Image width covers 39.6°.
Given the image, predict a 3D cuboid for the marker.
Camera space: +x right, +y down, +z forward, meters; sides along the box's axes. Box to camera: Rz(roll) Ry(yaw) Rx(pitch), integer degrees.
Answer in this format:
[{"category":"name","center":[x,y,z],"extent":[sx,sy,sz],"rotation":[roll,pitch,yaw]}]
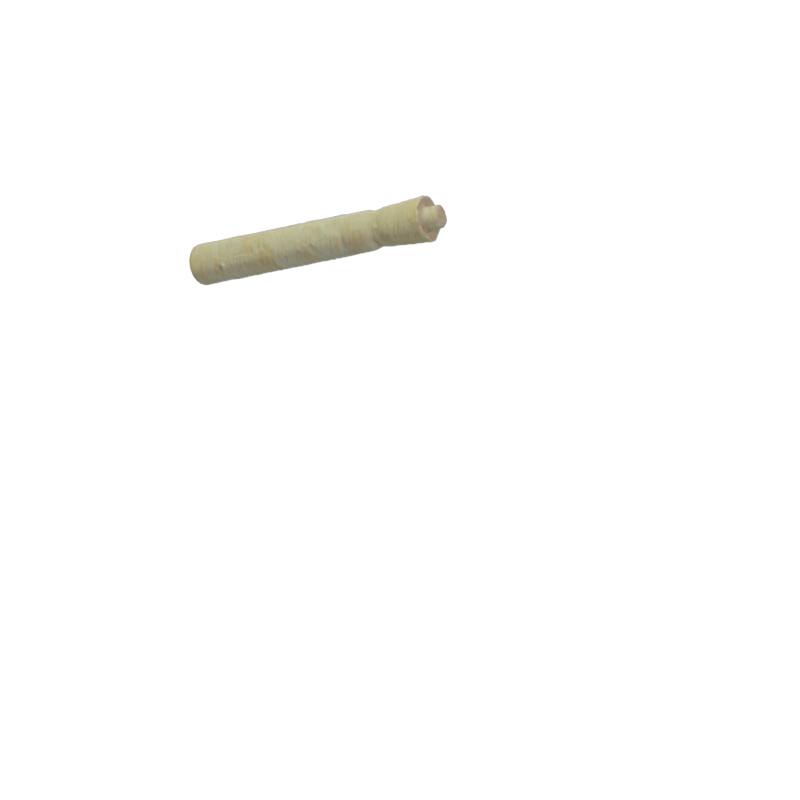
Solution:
[{"category":"marker","center":[-0.036,-0.066,0.464],"extent":[0.124,0.020,0.019],"rotation":[-6,0,32]}]
